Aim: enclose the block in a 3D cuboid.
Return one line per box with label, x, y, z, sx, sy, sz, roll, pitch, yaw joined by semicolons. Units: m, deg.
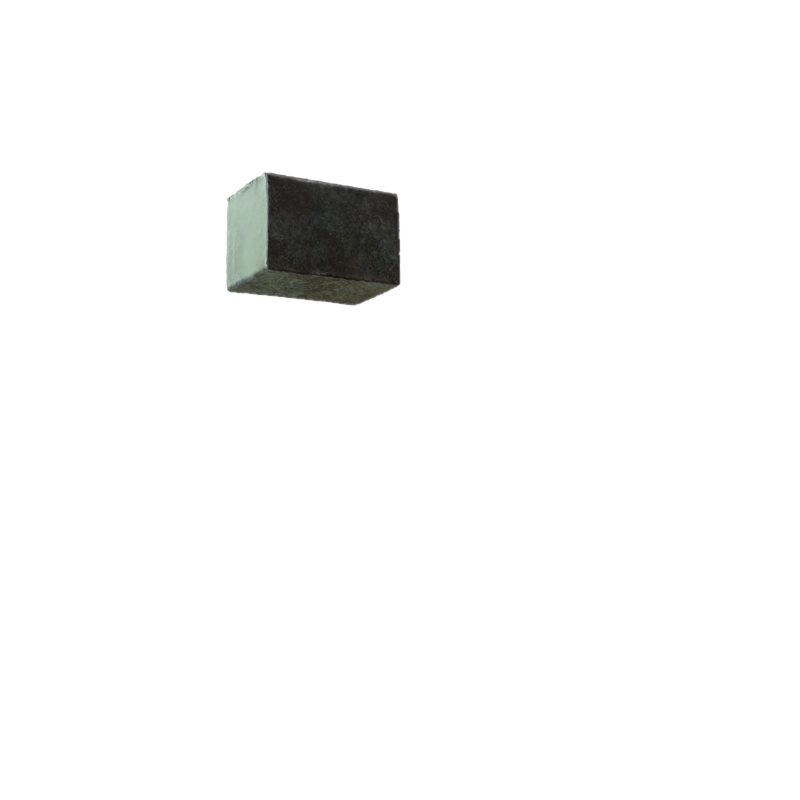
block;-0.045;-0.082;0.575;0.075;0.053;0.053;6;-13;-28
